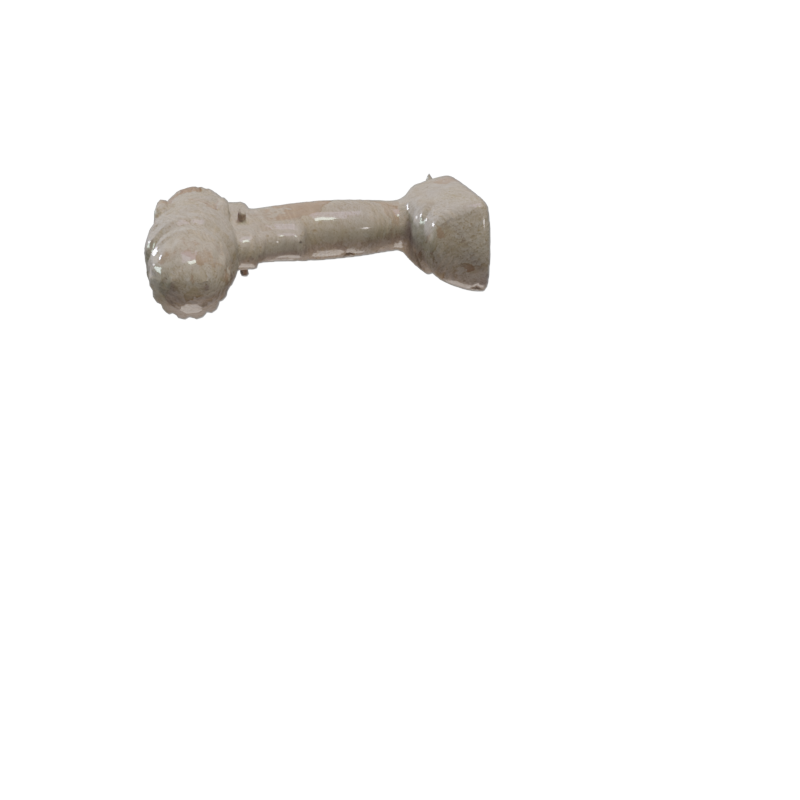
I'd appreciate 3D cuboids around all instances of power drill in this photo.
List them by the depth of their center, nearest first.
[{"bbox_3d":[-0.049,-0.089,0.623,0.186,0.055,0.193,-2,21,-7],"label":"power drill"}]
